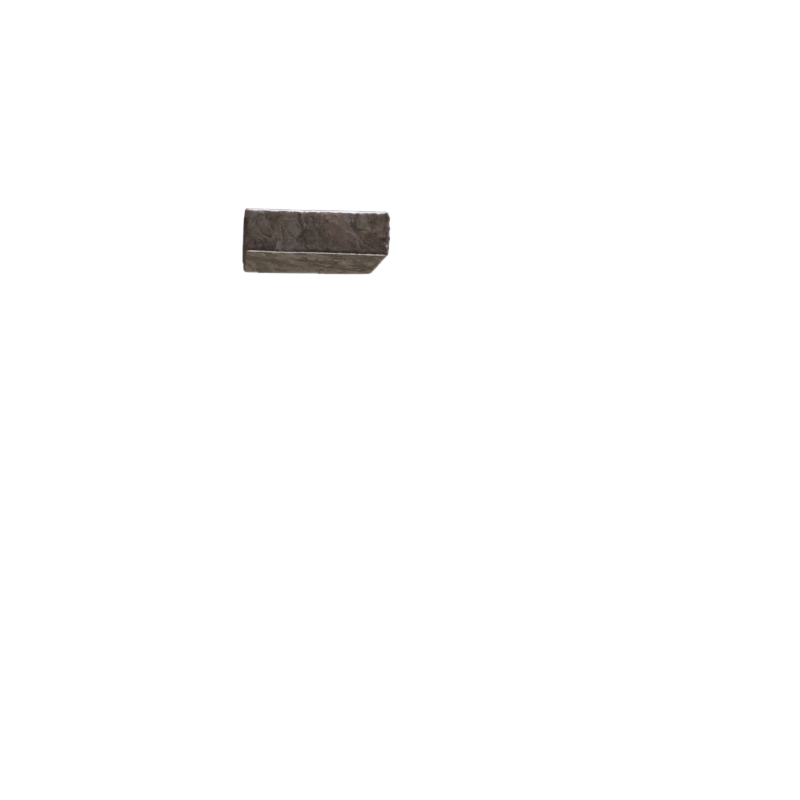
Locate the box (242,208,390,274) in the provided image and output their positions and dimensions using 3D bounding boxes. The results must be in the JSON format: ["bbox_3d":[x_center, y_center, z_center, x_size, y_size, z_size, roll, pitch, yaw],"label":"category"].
[{"bbox_3d":[-0.055,-0.100,0.699,0.089,0.031,0.072,0,-4,-6],"label":"box"}]
